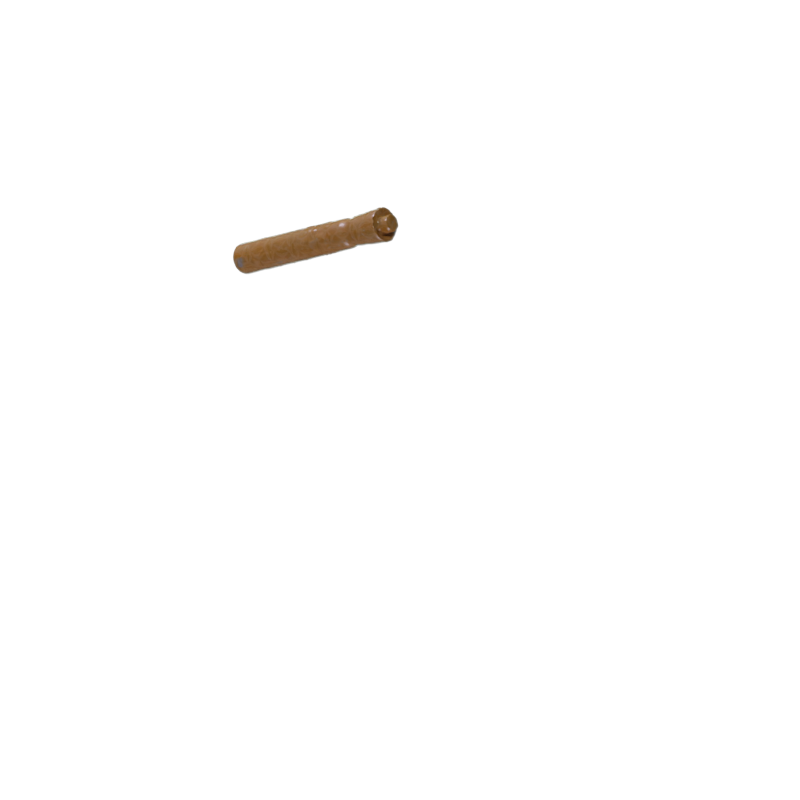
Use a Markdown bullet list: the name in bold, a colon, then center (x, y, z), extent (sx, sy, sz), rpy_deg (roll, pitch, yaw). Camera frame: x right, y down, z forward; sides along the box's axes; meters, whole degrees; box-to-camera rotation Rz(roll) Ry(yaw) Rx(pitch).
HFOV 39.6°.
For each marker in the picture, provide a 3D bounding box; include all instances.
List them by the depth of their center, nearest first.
- **marker**: center (-0.049, -0.089, 0.621), extent (0.124, 0.020, 0.019), rpy_deg (-5, -1, 44)
